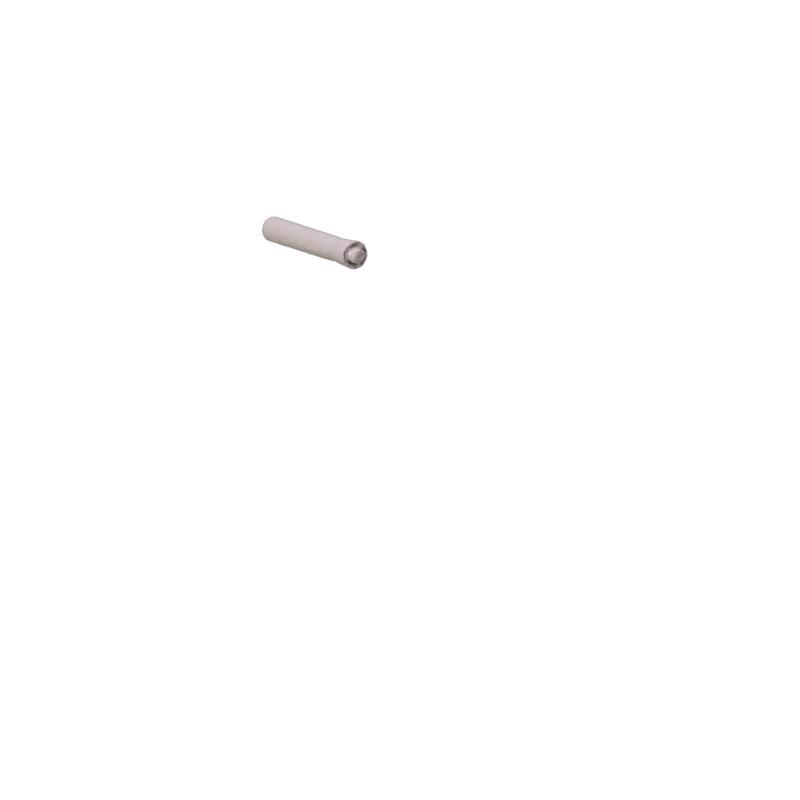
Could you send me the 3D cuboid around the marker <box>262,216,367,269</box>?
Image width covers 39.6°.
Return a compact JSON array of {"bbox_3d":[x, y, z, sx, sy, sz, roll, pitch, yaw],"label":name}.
[{"bbox_3d":[-0.059,-0.108,0.759,0.019,0.019,0.128,-3,17,-32],"label":"marker"}]
